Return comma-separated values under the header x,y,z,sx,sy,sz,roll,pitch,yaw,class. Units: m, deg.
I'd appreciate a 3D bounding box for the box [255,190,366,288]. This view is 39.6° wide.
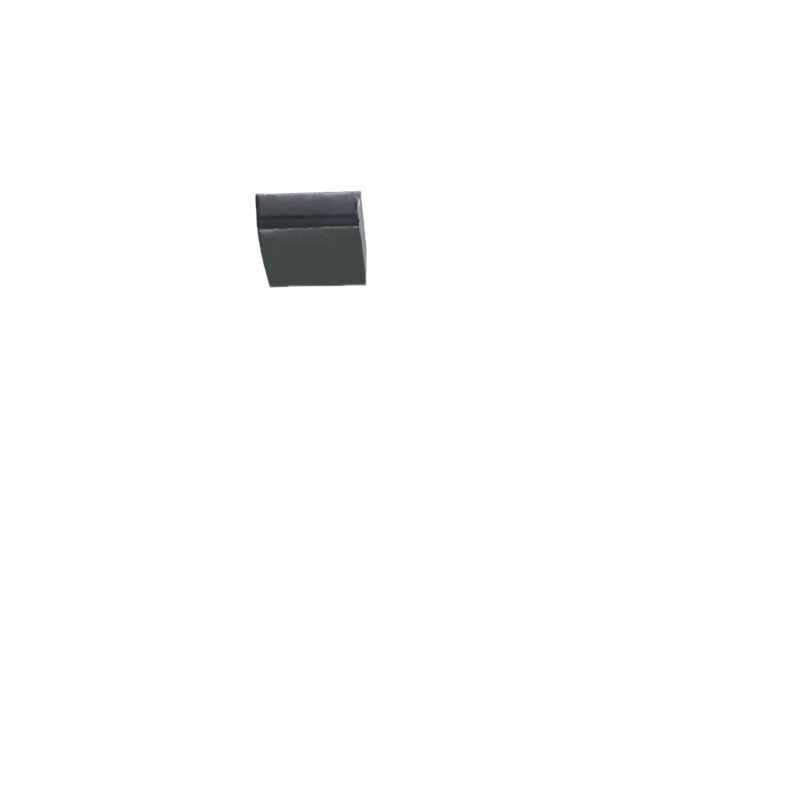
x,y,z,sx,sy,sz,roll,pitch,yaw,class
-0.075,-0.137,0.960,0.090,0.041,0.107,-1,-21,2,box
